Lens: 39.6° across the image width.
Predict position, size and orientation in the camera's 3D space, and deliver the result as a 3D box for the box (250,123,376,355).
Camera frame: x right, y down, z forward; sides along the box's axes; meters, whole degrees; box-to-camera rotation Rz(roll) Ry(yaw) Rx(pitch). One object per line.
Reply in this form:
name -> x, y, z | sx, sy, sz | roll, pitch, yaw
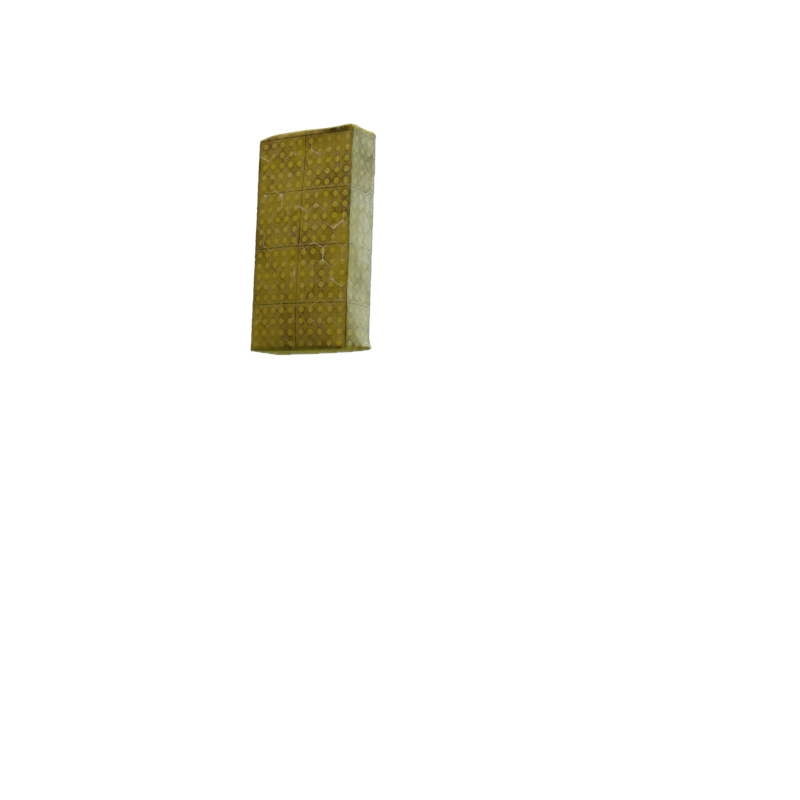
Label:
box -> -0.069, -0.126, 0.880 | 0.096, 0.180, 0.046 | -5, -9, 33
